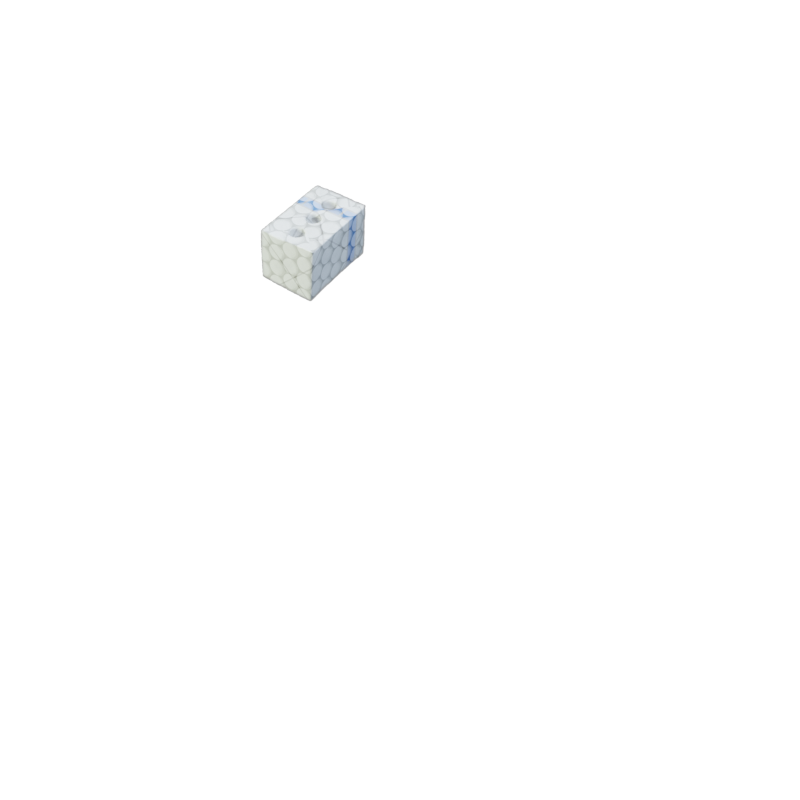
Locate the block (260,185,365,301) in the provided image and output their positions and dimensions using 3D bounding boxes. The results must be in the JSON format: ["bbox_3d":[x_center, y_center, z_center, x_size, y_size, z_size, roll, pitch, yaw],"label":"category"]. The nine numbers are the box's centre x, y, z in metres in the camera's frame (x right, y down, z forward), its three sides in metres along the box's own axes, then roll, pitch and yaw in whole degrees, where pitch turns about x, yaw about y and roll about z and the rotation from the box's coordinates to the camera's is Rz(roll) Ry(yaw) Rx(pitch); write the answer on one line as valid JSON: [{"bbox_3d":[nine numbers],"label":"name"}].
[{"bbox_3d":[-0.072,-0.130,0.914,0.055,0.048,0.080,25,49,22],"label":"block"}]
